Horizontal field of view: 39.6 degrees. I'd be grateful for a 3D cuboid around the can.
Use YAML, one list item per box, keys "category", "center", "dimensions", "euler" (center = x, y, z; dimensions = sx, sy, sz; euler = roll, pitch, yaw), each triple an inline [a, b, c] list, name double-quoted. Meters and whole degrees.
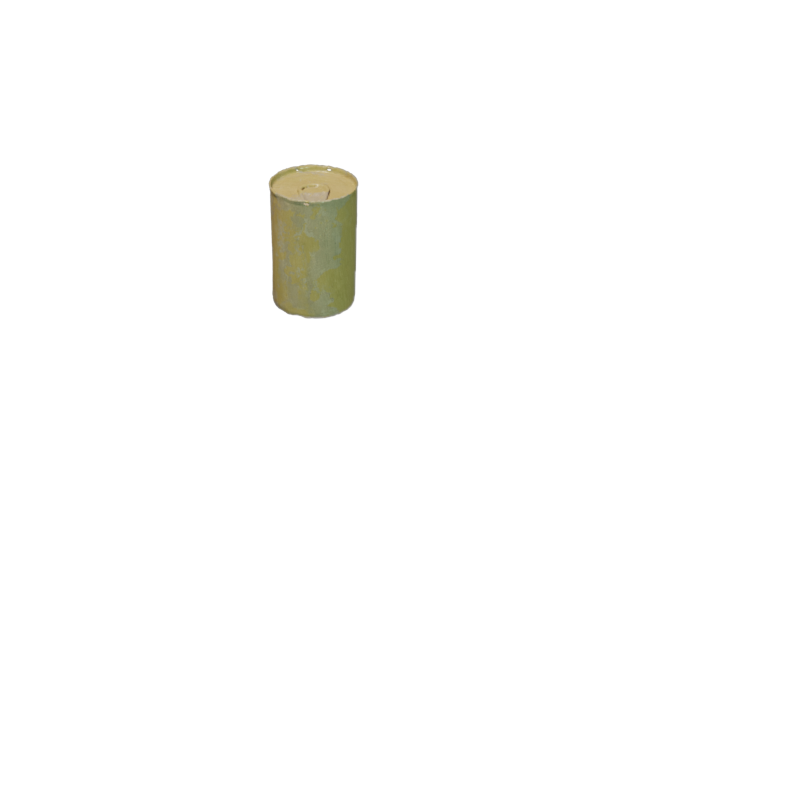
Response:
- category: "can"
  center: [-0.067, -0.123, 0.861]
  dimensions: [0.068, 0.096, 0.073]
  euler: [0, 30, -2]
